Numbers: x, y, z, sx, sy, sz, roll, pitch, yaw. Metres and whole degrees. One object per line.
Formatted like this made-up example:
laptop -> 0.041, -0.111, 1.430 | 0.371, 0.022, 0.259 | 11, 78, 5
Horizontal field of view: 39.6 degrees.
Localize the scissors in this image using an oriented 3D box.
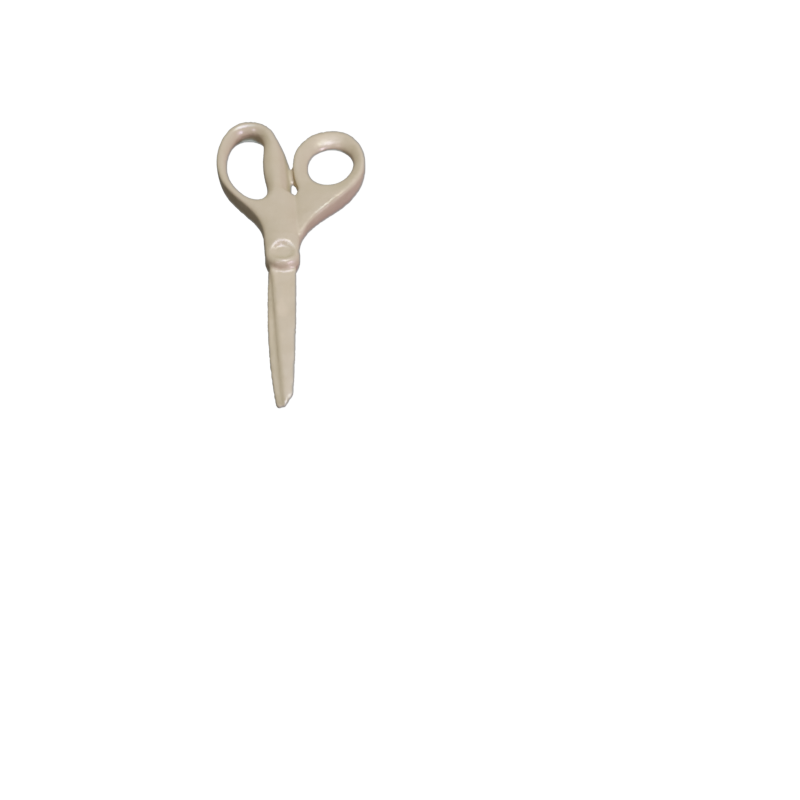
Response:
scissors -> -0.048, -0.087, 0.612 | 0.095, 0.218, 0.015 | -14, -38, -11
